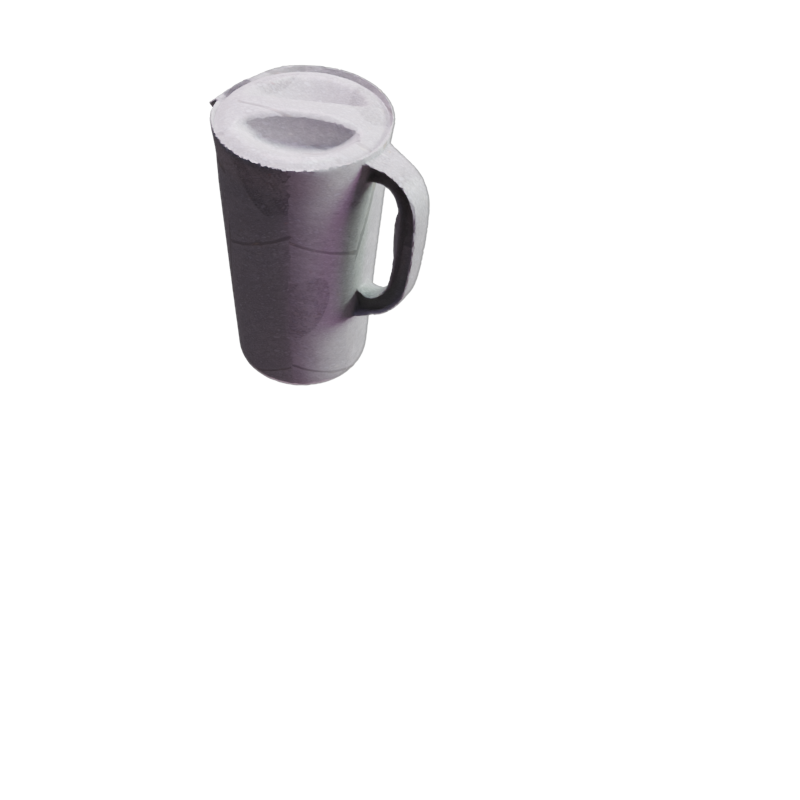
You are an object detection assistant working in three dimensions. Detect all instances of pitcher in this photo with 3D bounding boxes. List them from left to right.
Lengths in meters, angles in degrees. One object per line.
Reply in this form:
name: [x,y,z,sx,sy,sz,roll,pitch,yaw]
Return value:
pitcher: [-0.067,-0.123,0.861,0.143,0.226,0.161,-7,45,-10]
